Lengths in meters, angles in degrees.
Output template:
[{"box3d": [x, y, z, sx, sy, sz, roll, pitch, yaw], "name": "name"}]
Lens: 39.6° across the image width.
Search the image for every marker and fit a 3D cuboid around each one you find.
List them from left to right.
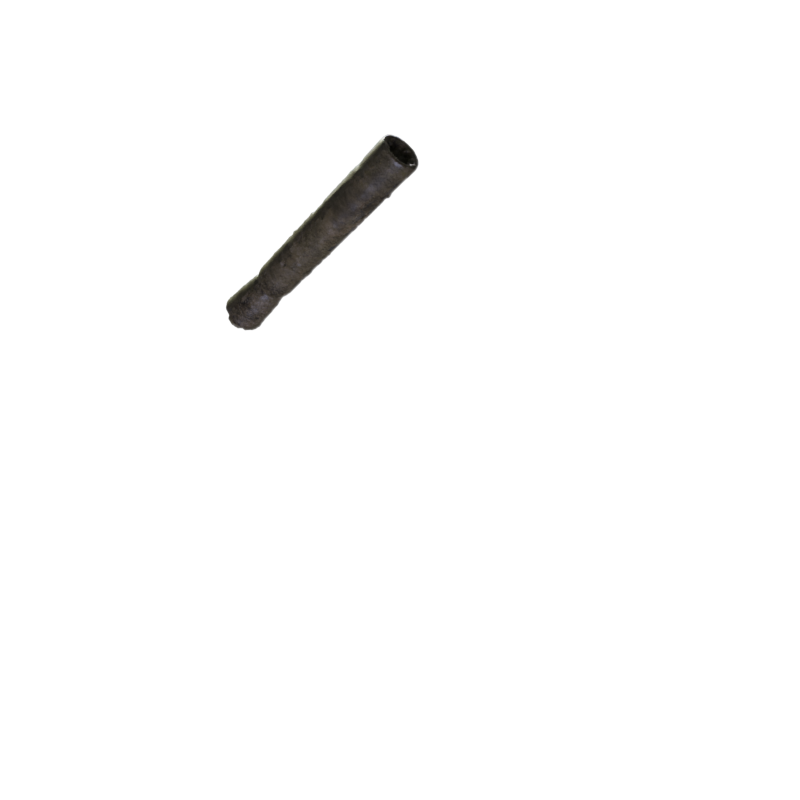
[{"box3d": [-0.037, -0.068, 0.476, 0.019, 0.021, 0.119, -3, -30, -50], "name": "marker"}]
